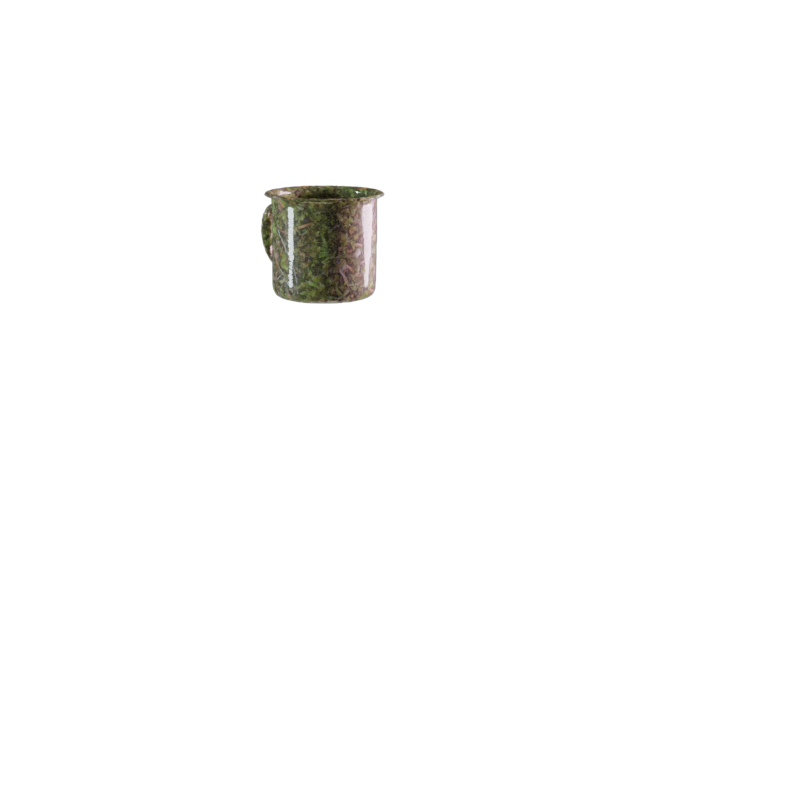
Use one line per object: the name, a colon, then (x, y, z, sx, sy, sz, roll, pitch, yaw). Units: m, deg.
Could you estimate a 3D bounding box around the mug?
mug: (-0.068, -0.125, 0.874, 0.123, 0.079, 0.091, 13, 19, 41)
